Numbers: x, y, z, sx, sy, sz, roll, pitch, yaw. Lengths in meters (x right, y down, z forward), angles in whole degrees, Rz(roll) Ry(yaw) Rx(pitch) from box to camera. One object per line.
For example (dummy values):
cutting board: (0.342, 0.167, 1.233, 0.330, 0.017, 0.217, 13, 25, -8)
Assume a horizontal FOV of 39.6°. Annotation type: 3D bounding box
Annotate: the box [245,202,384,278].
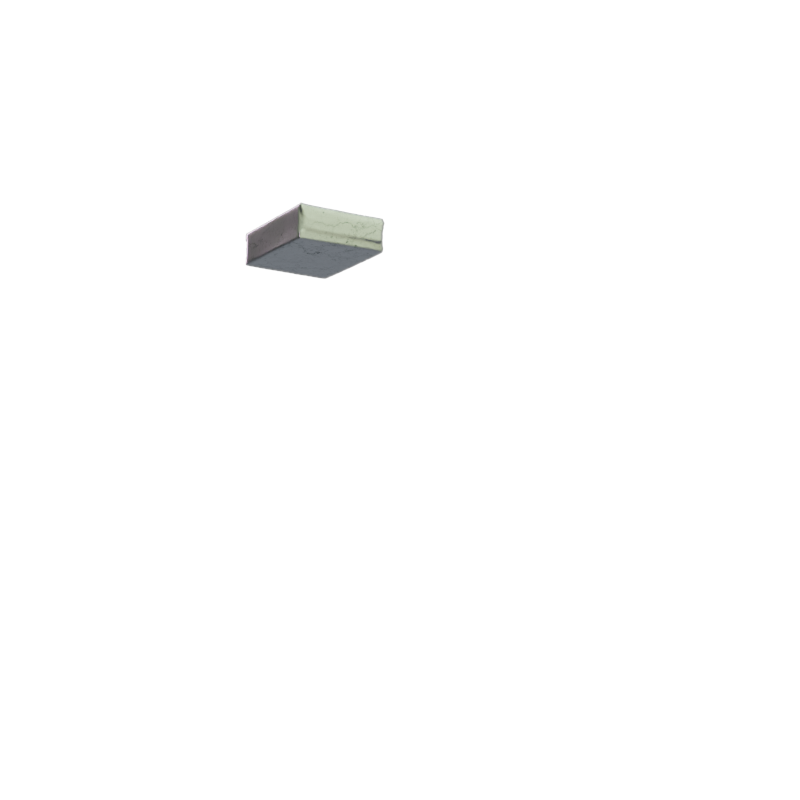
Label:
box: (-0.066, -0.121, 0.844, 0.070, 0.031, 0.090, 7, -13, -32)
